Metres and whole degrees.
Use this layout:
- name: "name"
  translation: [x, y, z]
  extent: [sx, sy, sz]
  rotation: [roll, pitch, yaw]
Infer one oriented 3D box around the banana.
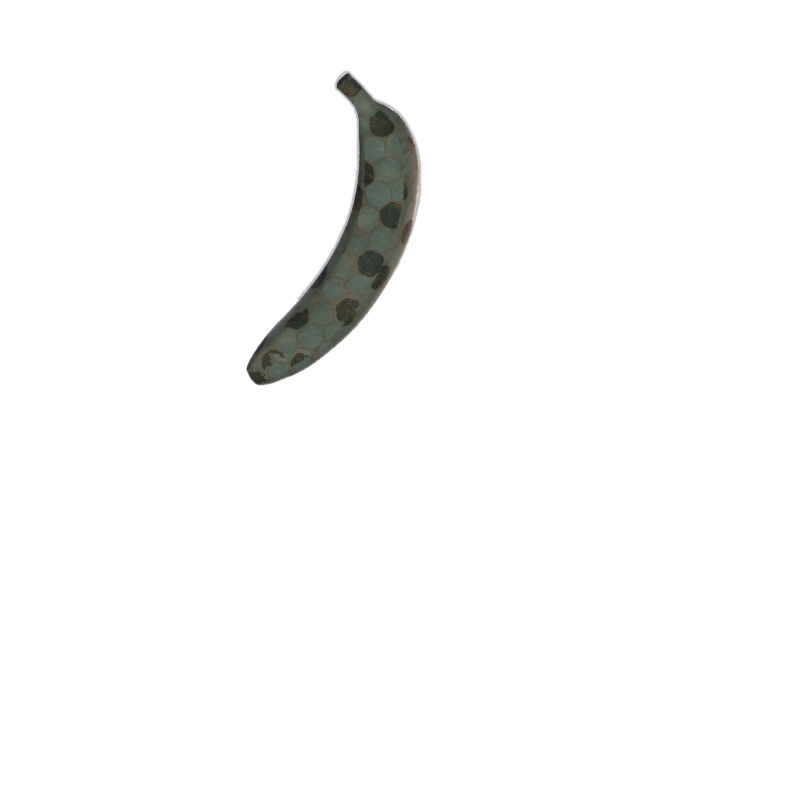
- name: "banana"
  translation: [-0.032, -0.091, 0.651]
  extent: [0.069, 0.191, 0.038]
  rotation: [17, 18, -7]
